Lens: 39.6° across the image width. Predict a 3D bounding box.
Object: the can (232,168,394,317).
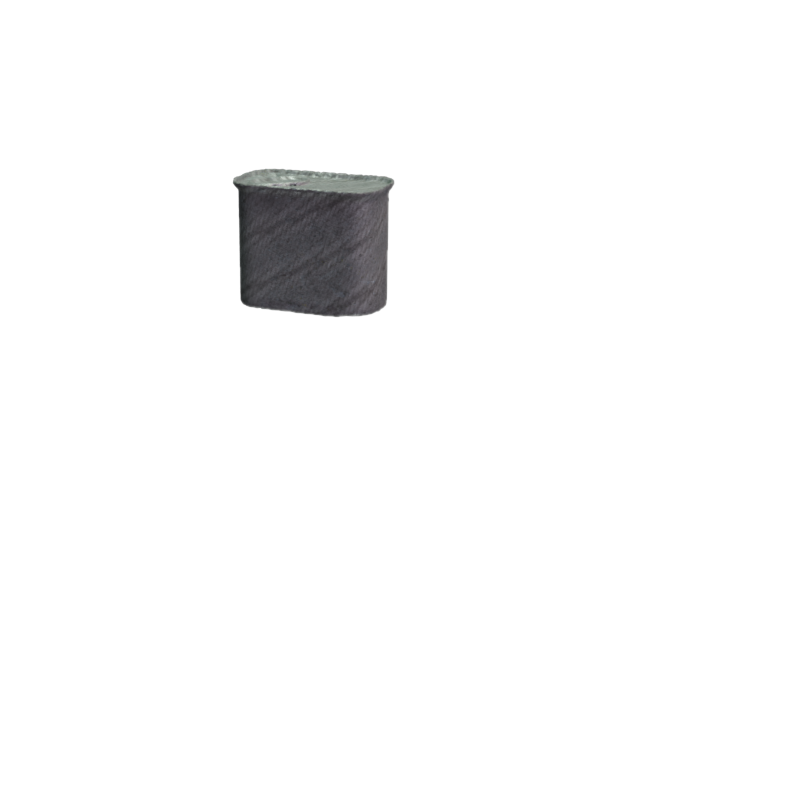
[{"bbox_3d":[-0.057,-0.104,0.725,0.105,0.081,0.058,7,19,19],"label":"can"}]
